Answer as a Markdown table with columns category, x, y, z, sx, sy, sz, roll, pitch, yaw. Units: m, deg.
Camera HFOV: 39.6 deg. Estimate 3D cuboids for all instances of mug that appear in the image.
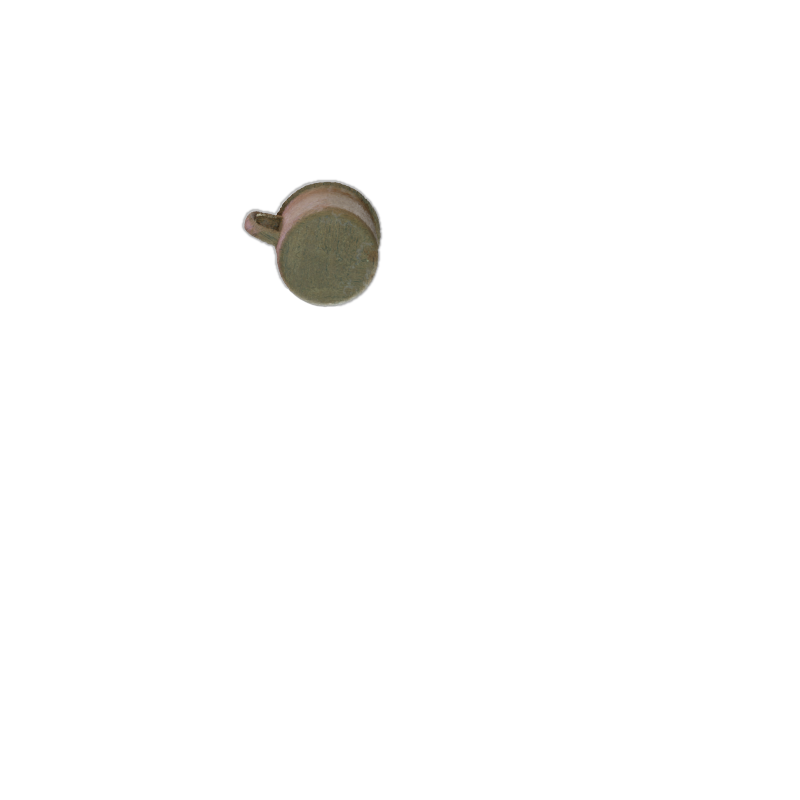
| category | x | y | z | sx | sy | sz | roll | pitch | yaw |
| --- | --- | --- | --- | --- | --- | --- | --- | --- | --- |
| mug | -0.071 | -0.129 | 0.903 | 0.116 | 0.091 | 0.085 | 19 | 17 | -7 |
